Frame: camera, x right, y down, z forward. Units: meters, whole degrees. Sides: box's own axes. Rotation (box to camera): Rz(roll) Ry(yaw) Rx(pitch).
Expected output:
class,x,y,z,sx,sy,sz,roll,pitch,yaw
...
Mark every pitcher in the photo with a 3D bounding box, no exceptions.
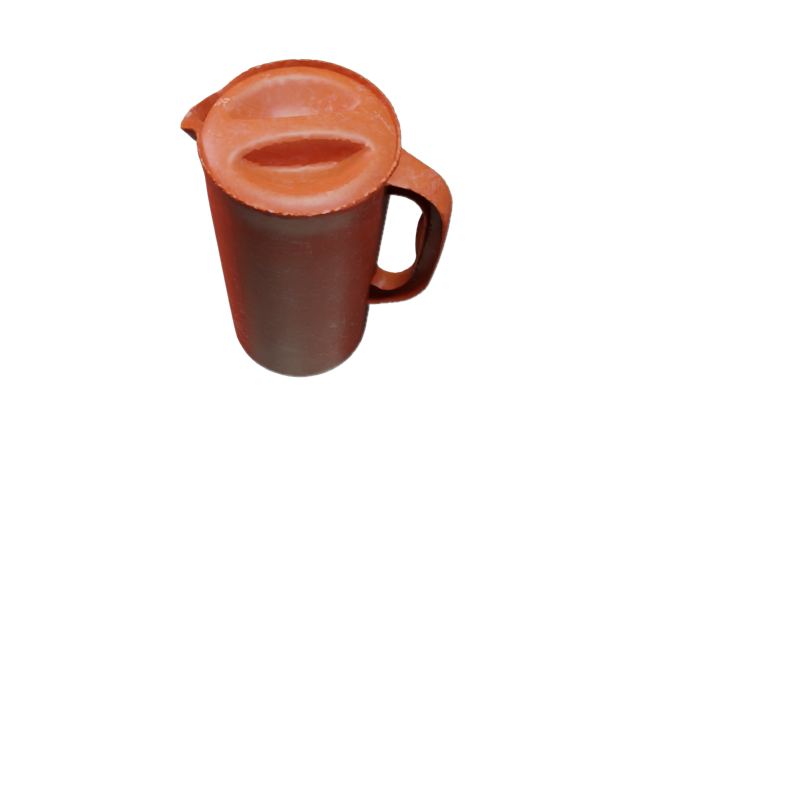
class,x,y,z,sx,sy,sz,roll,pitch,yaw
pitcher,-0.063,-0.115,0.803,0.144,0.160,0.228,-23,-27,-16
